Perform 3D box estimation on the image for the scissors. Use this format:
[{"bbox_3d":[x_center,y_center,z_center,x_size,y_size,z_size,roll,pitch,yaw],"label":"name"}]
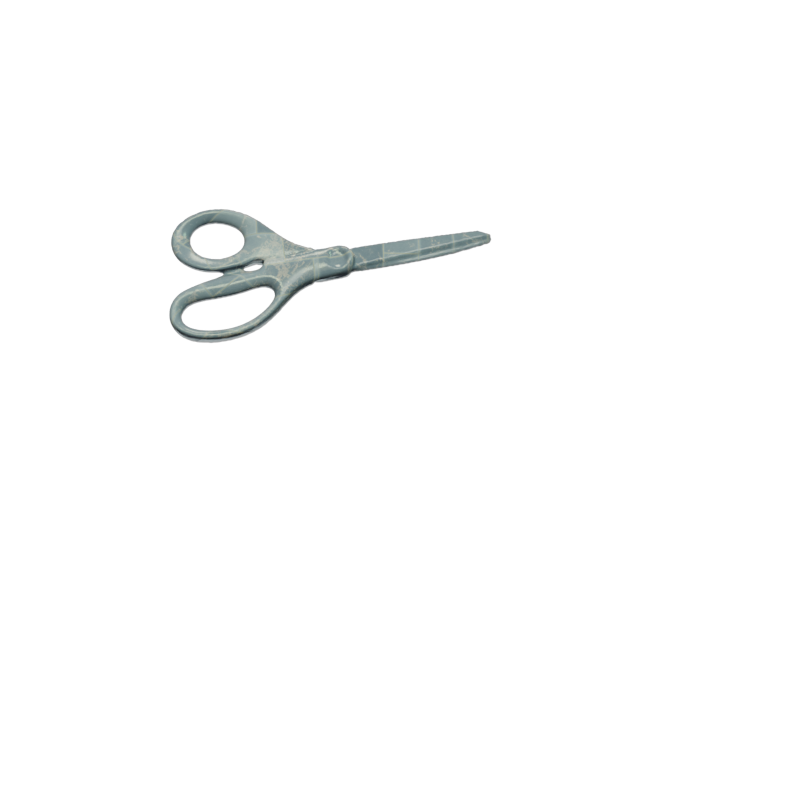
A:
[{"bbox_3d":[-0.054,-0.098,0.690,0.201,0.102,0.015,-25,-24,-12],"label":"scissors"}]
